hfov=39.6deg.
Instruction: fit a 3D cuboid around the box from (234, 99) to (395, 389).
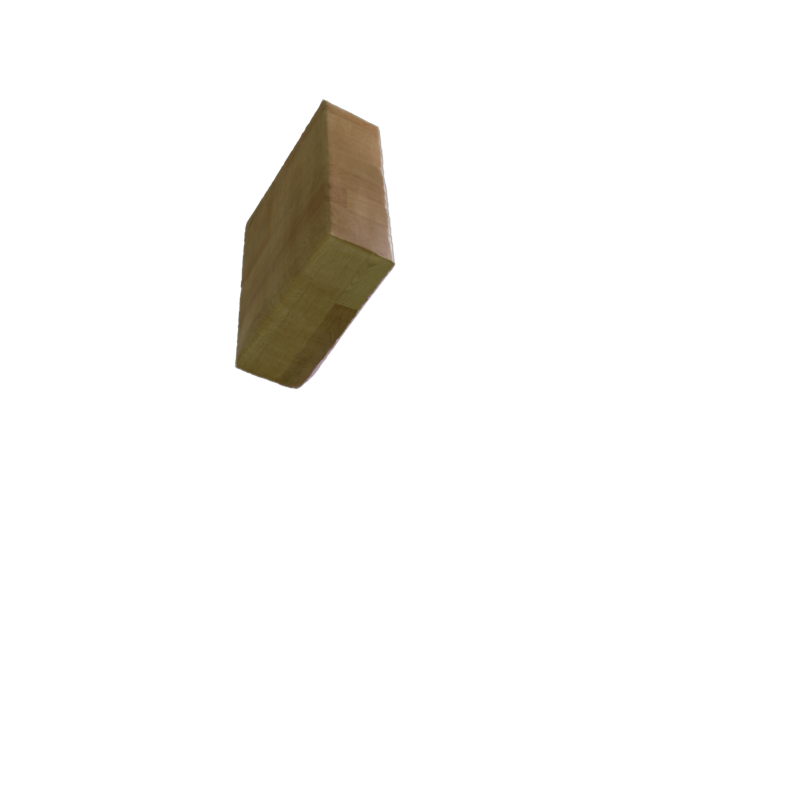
[{"bbox_3d":[-0.077,-0.141,0.988,0.069,0.229,0.159,23,-54,-22],"label":"box"}]
